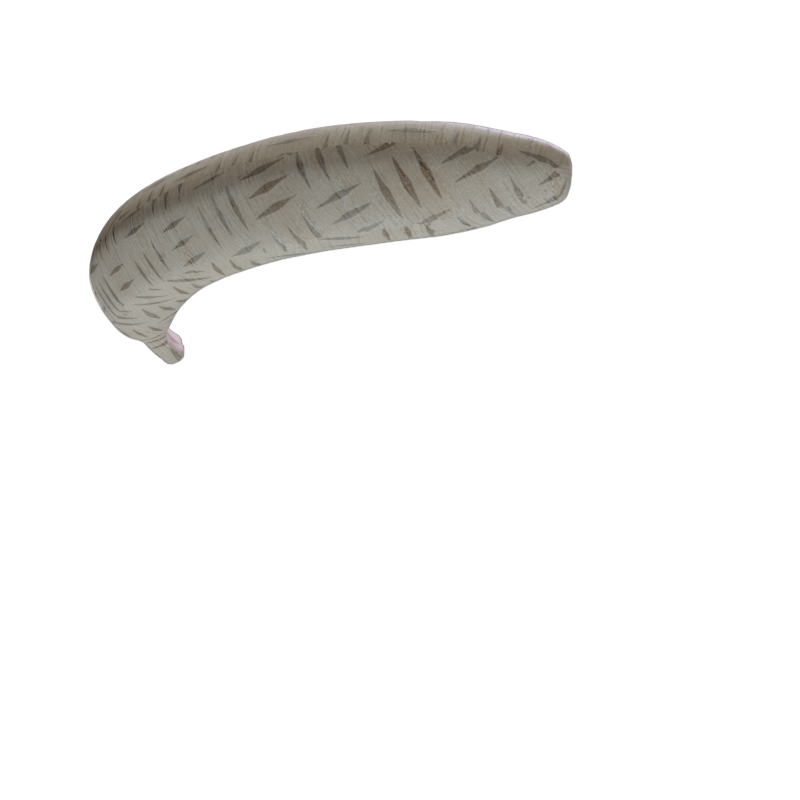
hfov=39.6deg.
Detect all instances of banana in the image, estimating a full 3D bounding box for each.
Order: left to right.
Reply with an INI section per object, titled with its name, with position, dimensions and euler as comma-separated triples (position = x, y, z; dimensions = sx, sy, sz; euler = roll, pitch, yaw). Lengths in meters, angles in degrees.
[banana]
position = -0.044, -0.053, 0.348
dimensions = 0.066, 0.038, 0.200
euler = 14, -20, -42
